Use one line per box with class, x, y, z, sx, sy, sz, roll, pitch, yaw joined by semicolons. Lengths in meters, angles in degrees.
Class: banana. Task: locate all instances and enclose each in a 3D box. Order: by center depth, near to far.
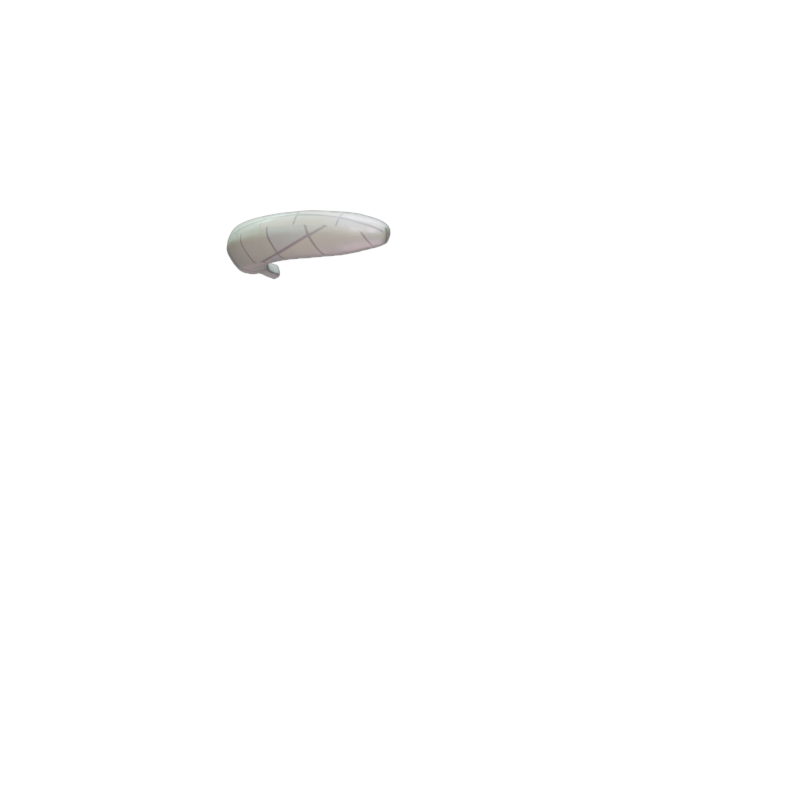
banana;-0.083;-0.119;0.831;0.067;0.037;0.202;1;-1;-30
